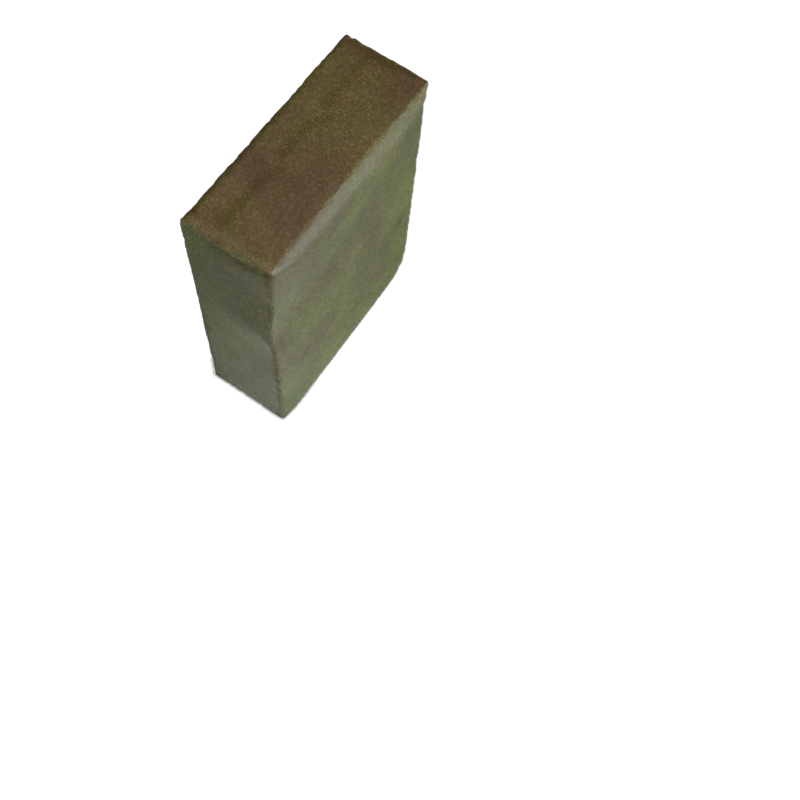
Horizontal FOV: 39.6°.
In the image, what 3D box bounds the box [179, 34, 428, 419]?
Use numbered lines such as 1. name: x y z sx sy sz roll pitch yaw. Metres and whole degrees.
1. box: -0.056 -0.103 0.719 0.074 0.168 0.202 31 -23 10
